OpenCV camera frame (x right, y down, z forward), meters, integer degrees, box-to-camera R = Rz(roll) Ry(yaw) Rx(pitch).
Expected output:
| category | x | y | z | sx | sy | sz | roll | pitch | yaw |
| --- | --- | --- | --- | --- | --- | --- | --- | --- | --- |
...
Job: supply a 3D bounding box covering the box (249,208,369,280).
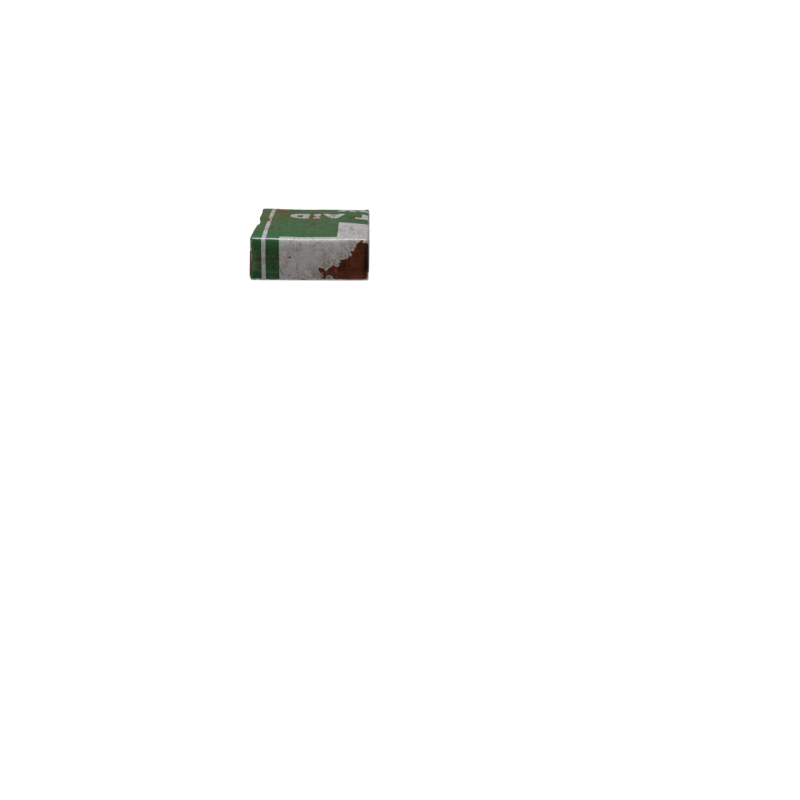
| category | x | y | z | sx | sy | sz | roll | pitch | yaw |
| --- | --- | --- | --- | --- | --- | --- | --- | --- | --- |
| box | -0.056 | -0.102 | 0.712 | 0.073 | 0.029 | 0.093 | 1 | 21 | 1 |
